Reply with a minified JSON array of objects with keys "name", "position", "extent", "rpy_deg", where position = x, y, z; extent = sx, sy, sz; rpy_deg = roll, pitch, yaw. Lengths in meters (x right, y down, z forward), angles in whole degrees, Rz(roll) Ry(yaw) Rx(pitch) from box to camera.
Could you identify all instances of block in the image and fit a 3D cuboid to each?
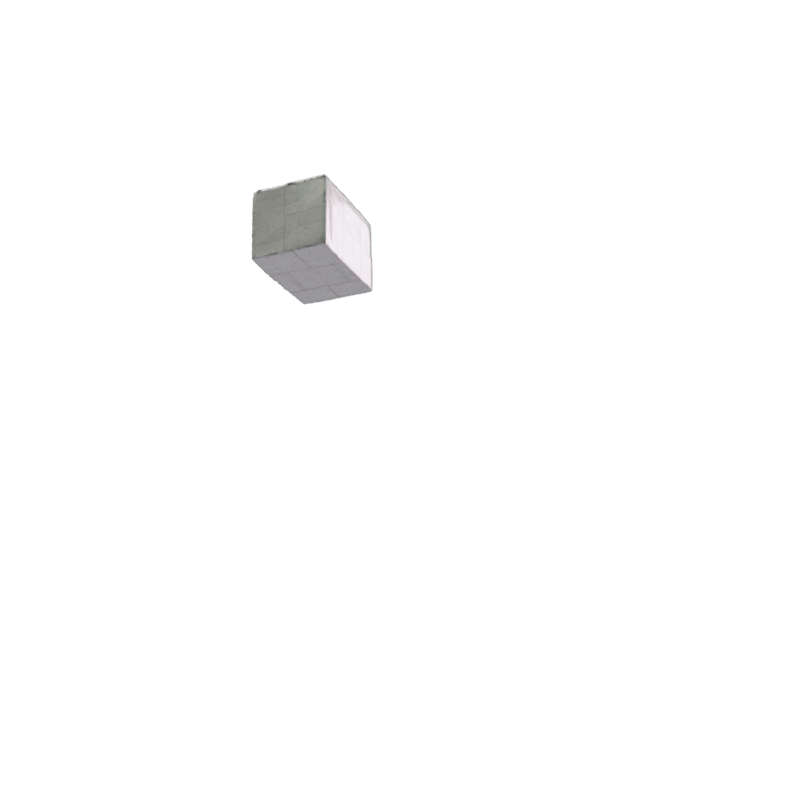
[{"name":"block","position":[-0.056,-0.103,0.721],"extent":[0.054,0.054,0.072],"rpy_deg":[-10,-24,20]}]
